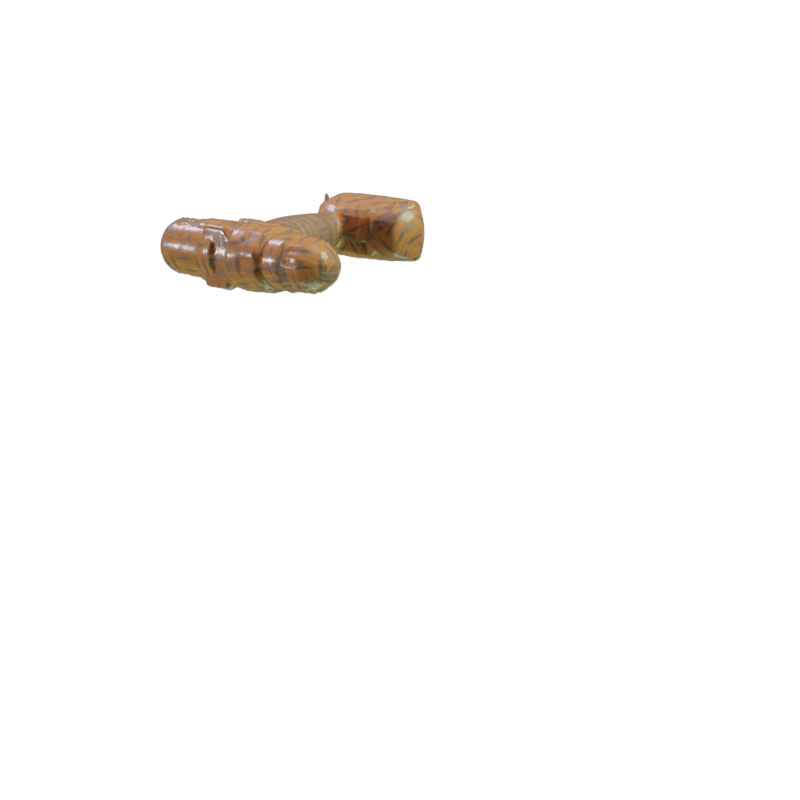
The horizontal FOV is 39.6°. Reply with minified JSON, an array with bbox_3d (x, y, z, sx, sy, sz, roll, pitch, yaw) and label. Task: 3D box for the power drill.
[{"bbox_3d":[-0.069,-0.125,0.878,0.195,0.056,0.183,16,23,42],"label":"power drill"}]
